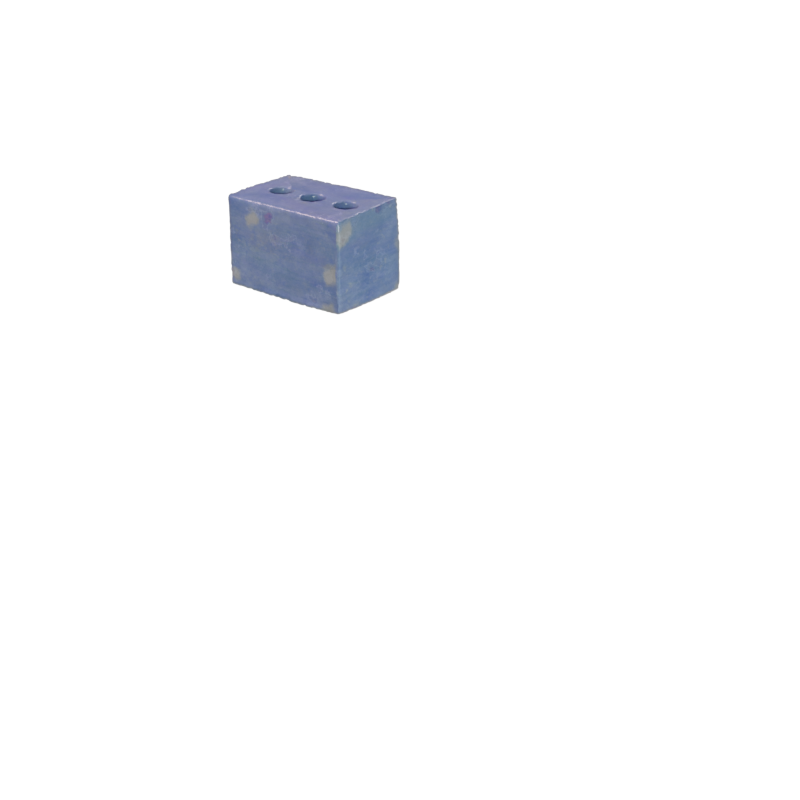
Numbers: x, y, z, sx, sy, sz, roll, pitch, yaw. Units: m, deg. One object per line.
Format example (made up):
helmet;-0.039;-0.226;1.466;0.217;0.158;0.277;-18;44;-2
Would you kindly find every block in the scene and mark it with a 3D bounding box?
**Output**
block;-0.046;-0.084;0.591;0.082;0.049;0.052;17;28;33
